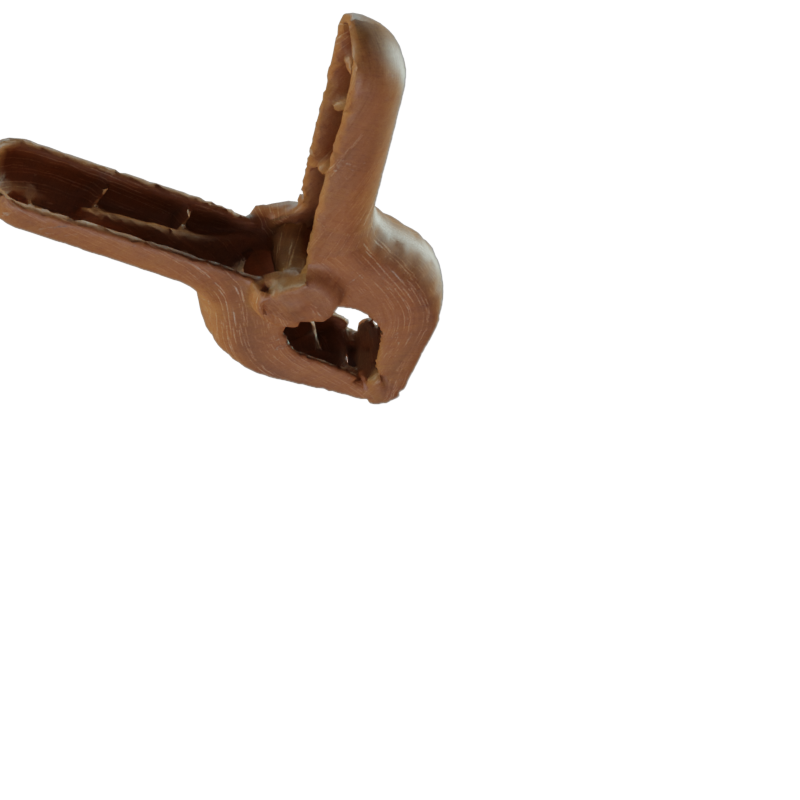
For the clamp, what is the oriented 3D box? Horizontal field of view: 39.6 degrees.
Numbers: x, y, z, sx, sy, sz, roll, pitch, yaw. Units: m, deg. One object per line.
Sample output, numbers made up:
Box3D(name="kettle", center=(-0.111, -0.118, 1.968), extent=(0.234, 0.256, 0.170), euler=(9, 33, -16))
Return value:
Box3D(name="clamp", center=(-0.026, -0.048, 0.337), extent=(0.122, 0.042, 0.159), euler=(-13, -27, 27))
